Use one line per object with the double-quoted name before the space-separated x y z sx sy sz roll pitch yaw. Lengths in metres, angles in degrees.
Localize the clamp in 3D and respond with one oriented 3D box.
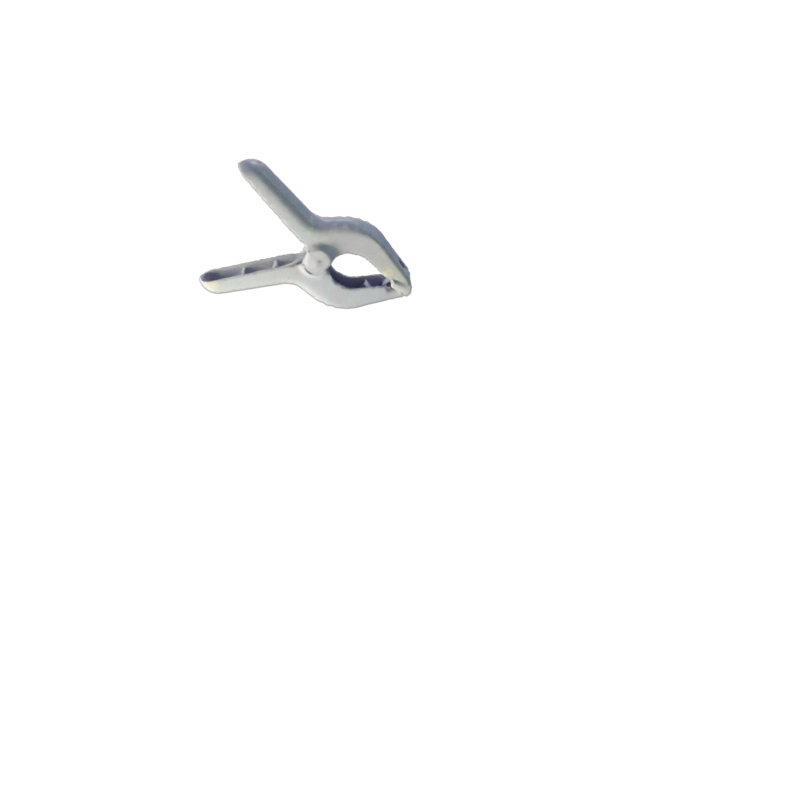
"clamp" -0.070 -0.127 0.891 0.170 0.114 0.042 9 34 -6
